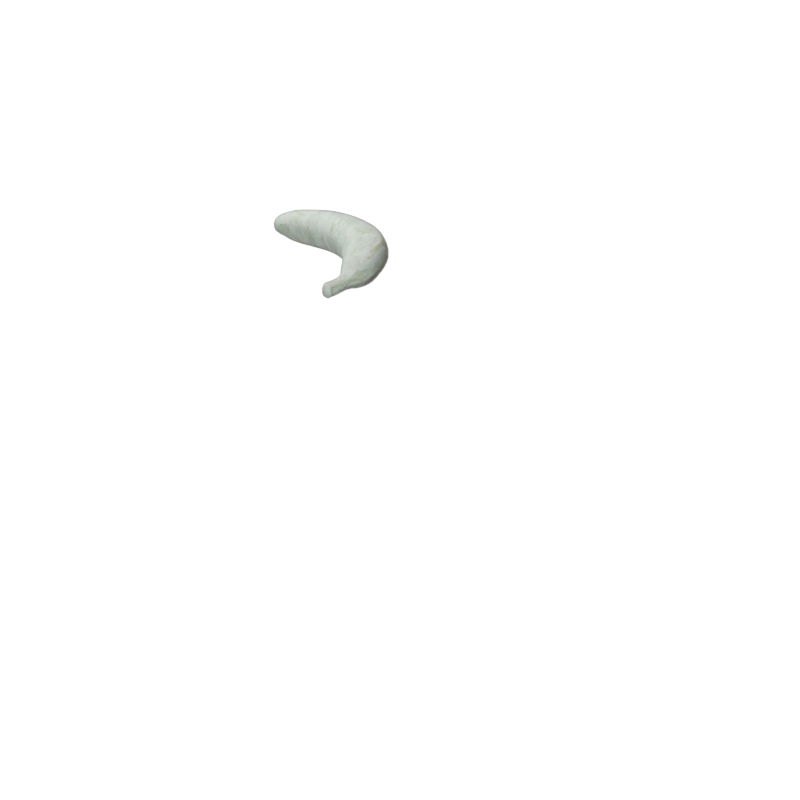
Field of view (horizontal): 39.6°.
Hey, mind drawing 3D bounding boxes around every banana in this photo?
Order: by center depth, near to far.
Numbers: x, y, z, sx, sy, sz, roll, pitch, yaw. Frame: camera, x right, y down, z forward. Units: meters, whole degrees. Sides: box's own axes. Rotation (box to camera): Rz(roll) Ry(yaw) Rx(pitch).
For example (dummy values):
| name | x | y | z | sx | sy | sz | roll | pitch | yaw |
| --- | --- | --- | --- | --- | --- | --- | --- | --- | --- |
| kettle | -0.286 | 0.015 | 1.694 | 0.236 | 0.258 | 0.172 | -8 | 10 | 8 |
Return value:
| name | x | y | z | sx | sy | sz | roll | pitch | yaw |
| --- | --- | --- | --- | --- | --- | --- | --- | --- | --- |
| banana | -0.053 | -0.131 | 0.915 | 0.068 | 0.035 | 0.209 | -6 | 22 | -15 |
